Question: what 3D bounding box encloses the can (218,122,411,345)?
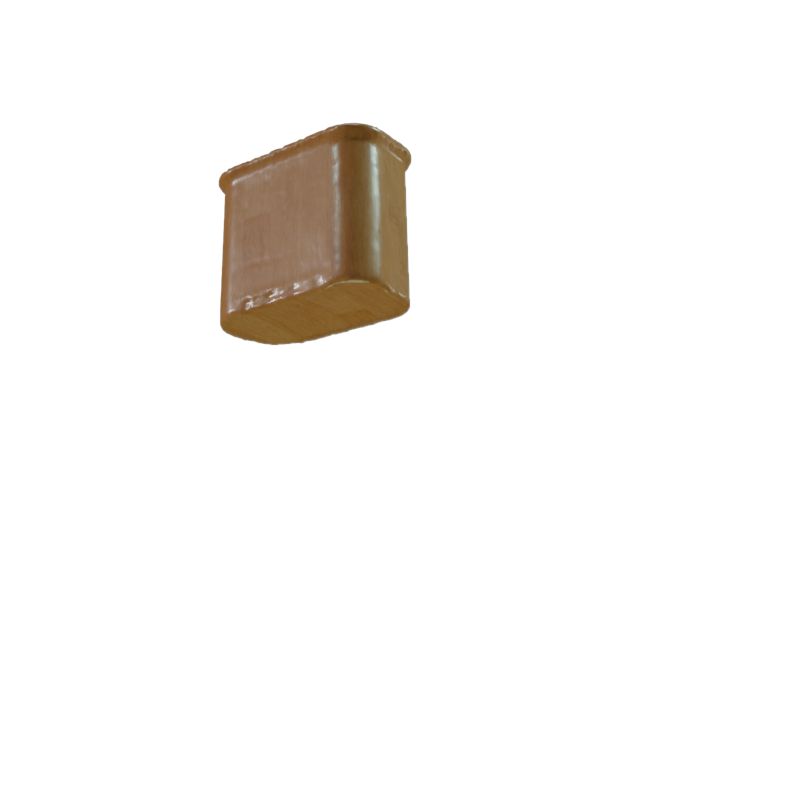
[{"bbox_3d":[-0.044,-0.080,0.558,0.103,0.088,0.054,-15,-26,33],"label":"can"}]
